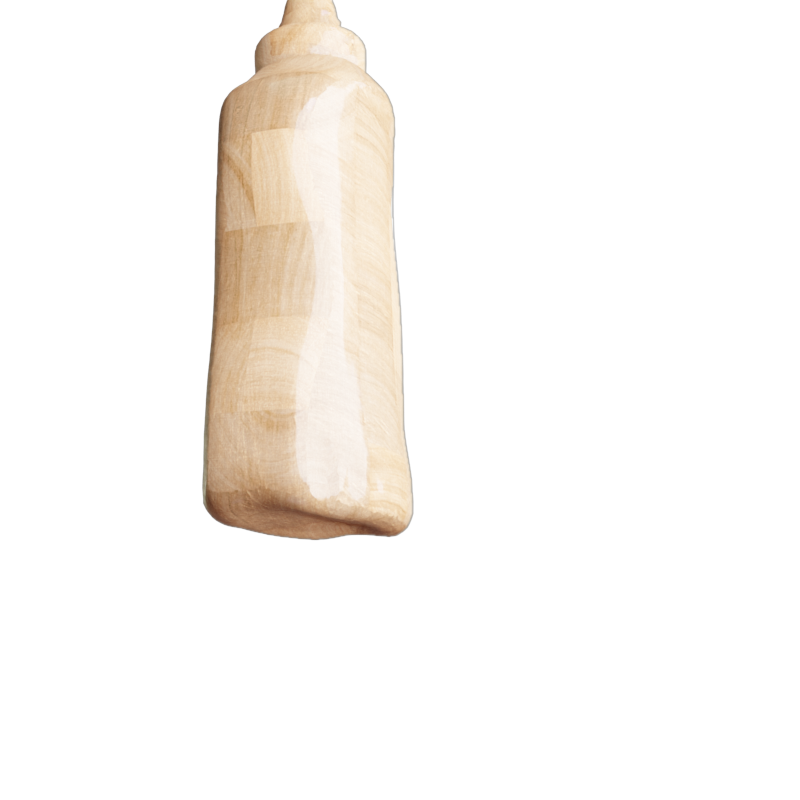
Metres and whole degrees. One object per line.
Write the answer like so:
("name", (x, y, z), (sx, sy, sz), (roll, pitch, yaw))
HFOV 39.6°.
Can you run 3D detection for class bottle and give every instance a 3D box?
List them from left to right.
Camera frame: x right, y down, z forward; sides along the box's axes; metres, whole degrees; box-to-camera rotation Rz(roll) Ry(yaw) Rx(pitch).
("bottle", (-0.030, -0.054, 0.380), (0.059, 0.200, 0.090), (-9, -20, 20))
